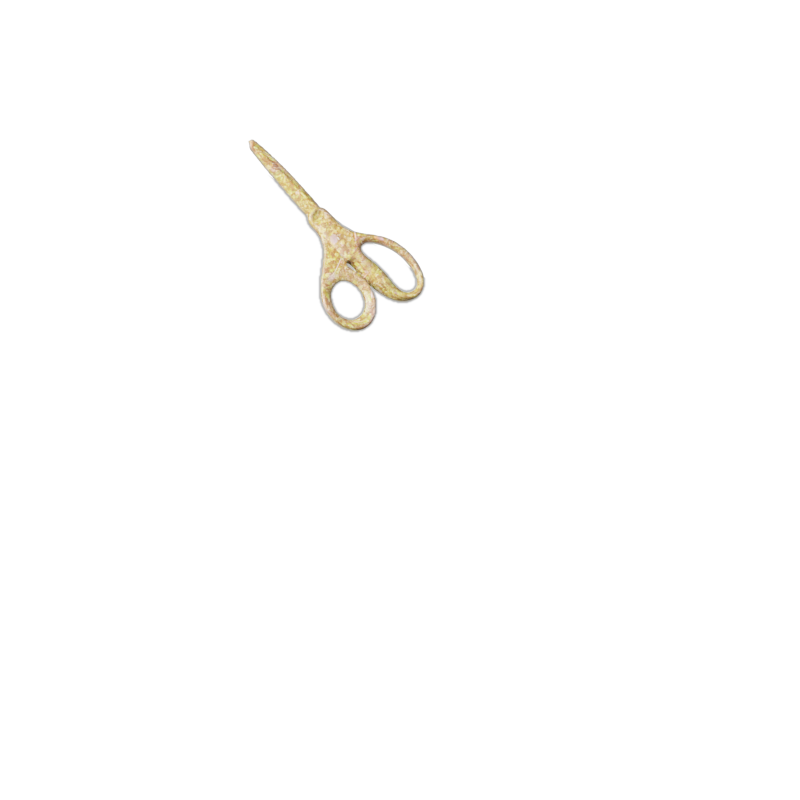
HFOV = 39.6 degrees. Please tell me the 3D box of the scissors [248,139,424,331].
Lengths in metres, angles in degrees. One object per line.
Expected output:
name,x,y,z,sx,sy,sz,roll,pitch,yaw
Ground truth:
scissors,-0.074,-0.136,0.949,0.207,0.098,0.015,34,-16,11
